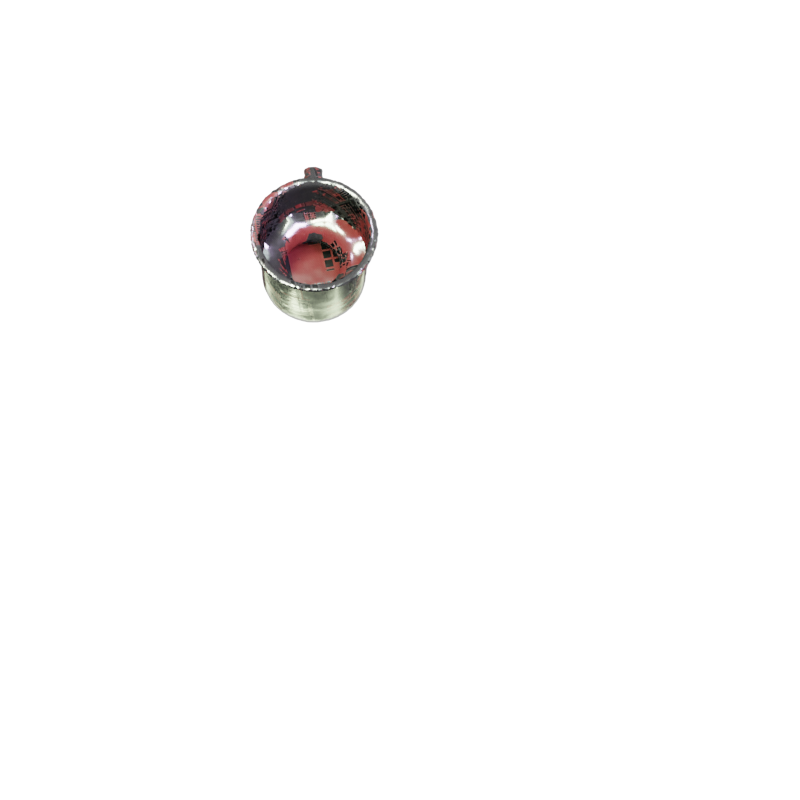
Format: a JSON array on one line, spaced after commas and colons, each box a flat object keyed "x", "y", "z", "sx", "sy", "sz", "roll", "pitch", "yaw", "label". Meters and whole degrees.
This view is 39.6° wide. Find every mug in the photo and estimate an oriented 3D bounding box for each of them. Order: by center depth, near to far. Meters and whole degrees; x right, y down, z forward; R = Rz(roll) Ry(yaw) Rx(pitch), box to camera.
[{"x": -0.066, "y": -0.121, "z": 0.849, "sx": 0.093, "sy": 0.124, "sz": 0.077, "roll": -3, "pitch": -23, "yaw": -3, "label": "mug"}]
